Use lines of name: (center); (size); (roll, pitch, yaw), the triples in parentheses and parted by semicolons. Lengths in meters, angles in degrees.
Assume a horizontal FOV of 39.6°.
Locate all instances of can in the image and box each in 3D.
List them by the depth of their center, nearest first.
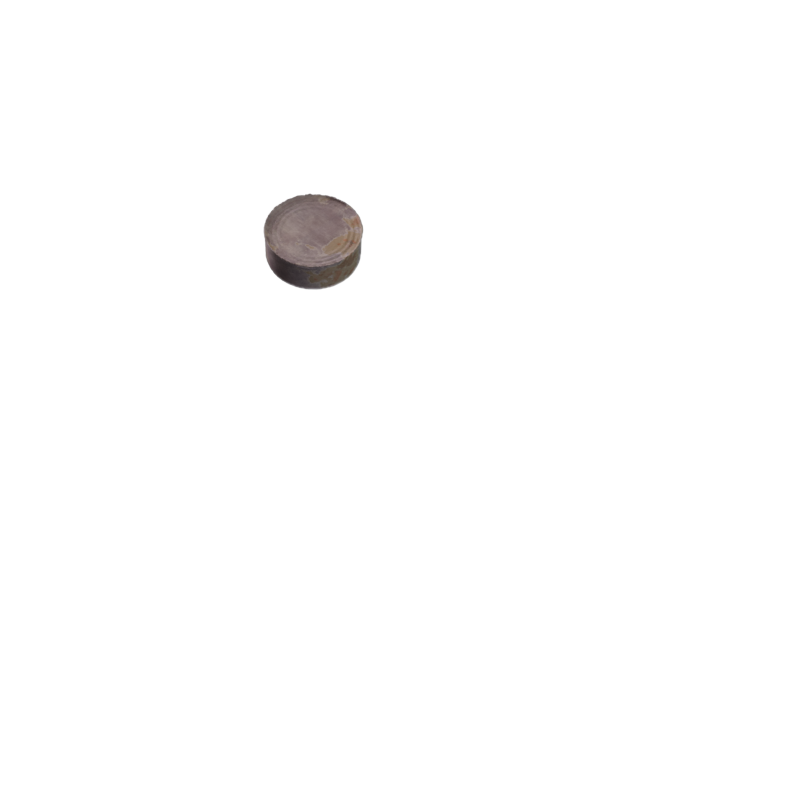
can: (-0.076, -0.138, 0.967); (0.086, 0.092, 0.031); (-1, -39, -1)
